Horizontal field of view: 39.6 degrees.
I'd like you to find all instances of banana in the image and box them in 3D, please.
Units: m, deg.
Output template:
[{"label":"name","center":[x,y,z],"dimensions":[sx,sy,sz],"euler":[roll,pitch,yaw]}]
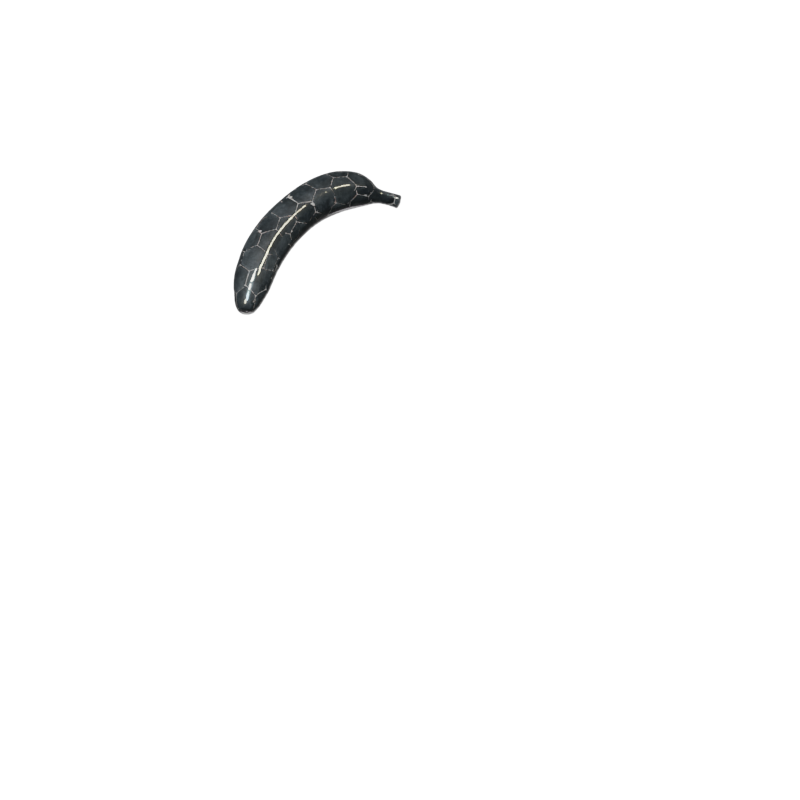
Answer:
[{"label":"banana","center":[-0.087,-0.152,0.981],"dimensions":[0.074,0.034,0.200],"euler":[36,60,24]}]
